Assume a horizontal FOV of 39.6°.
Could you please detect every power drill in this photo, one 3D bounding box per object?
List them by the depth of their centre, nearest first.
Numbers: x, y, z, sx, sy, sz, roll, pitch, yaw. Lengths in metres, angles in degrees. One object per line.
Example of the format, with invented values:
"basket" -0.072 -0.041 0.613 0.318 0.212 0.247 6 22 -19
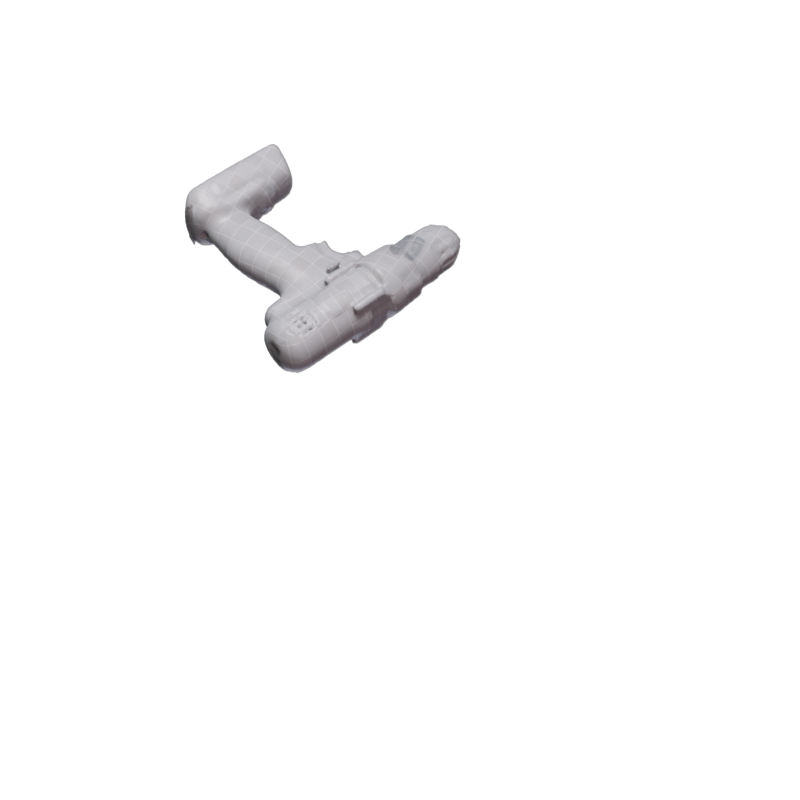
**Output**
"power drill" -0.070 -0.128 0.899 0.185 0.053 0.200 -34 59 -24
